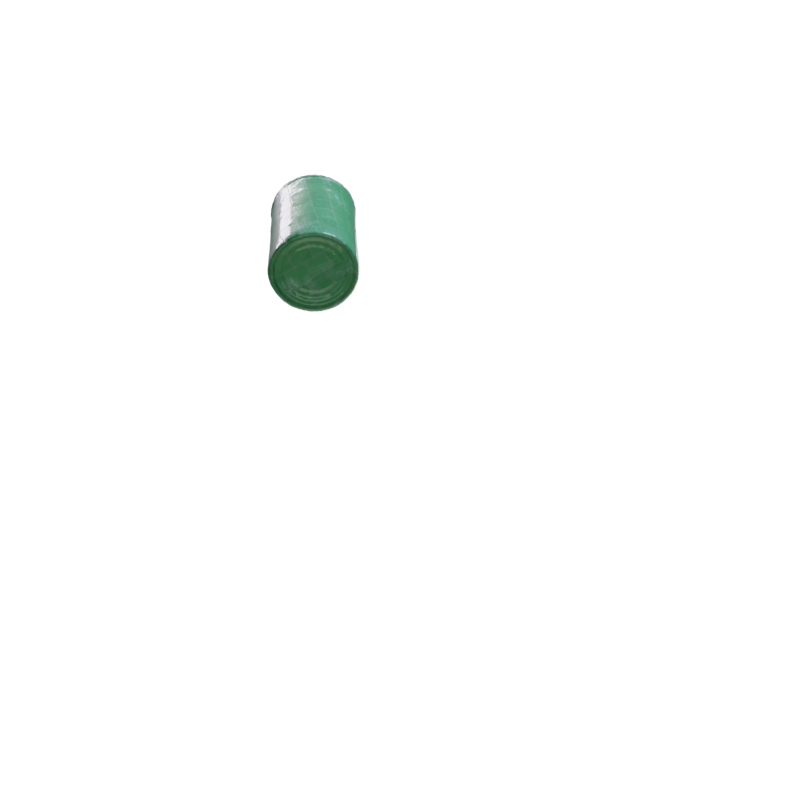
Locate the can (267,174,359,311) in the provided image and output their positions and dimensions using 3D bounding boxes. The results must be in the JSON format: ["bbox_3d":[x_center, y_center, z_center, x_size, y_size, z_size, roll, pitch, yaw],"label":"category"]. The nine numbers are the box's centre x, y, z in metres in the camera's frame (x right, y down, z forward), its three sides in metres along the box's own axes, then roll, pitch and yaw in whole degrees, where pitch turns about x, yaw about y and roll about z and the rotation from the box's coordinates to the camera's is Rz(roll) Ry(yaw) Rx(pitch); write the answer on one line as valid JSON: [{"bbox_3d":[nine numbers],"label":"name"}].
[{"bbox_3d":[-0.066,-0.120,0.844,0.068,0.064,0.109,-1,32,-3],"label":"can"}]
